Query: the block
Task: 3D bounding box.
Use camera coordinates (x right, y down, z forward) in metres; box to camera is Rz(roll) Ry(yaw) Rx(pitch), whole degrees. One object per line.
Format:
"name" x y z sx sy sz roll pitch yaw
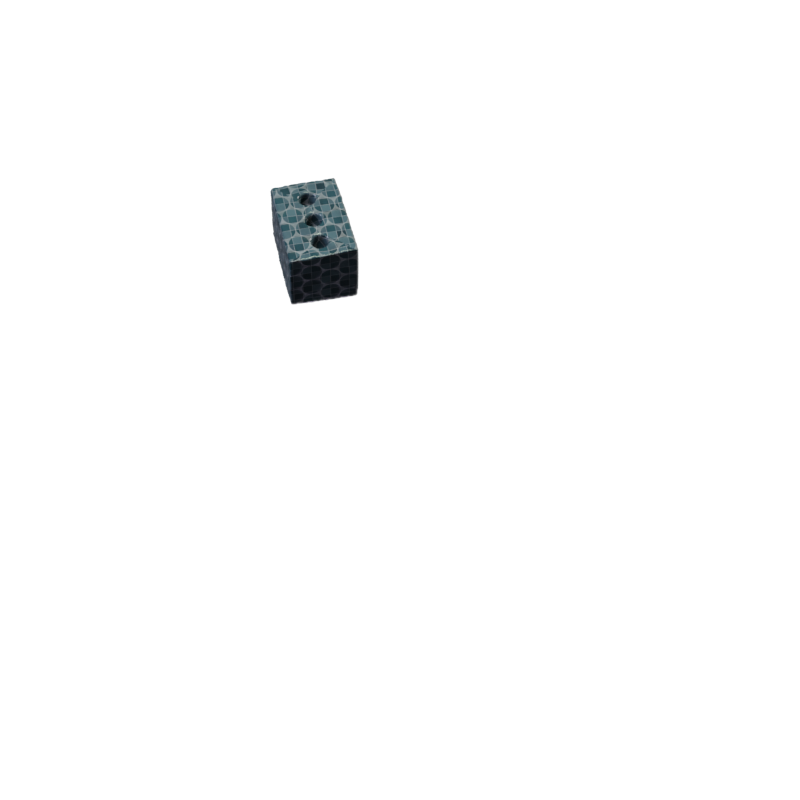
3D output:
"block" -0.066 -0.120 0.840 0.052 0.084 0.048 -11 -37 -10
